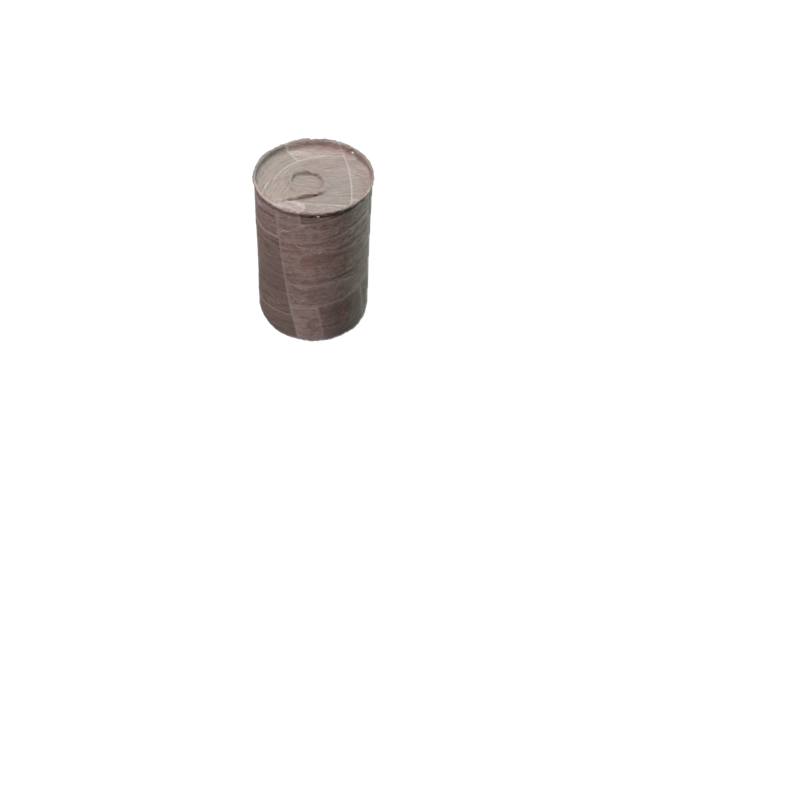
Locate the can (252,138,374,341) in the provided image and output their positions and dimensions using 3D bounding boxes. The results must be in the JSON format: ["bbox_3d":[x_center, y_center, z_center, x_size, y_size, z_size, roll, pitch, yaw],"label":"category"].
[{"bbox_3d":[-0.051,-0.093,0.650,0.068,0.074,0.095,0,-44,-3],"label":"can"}]
